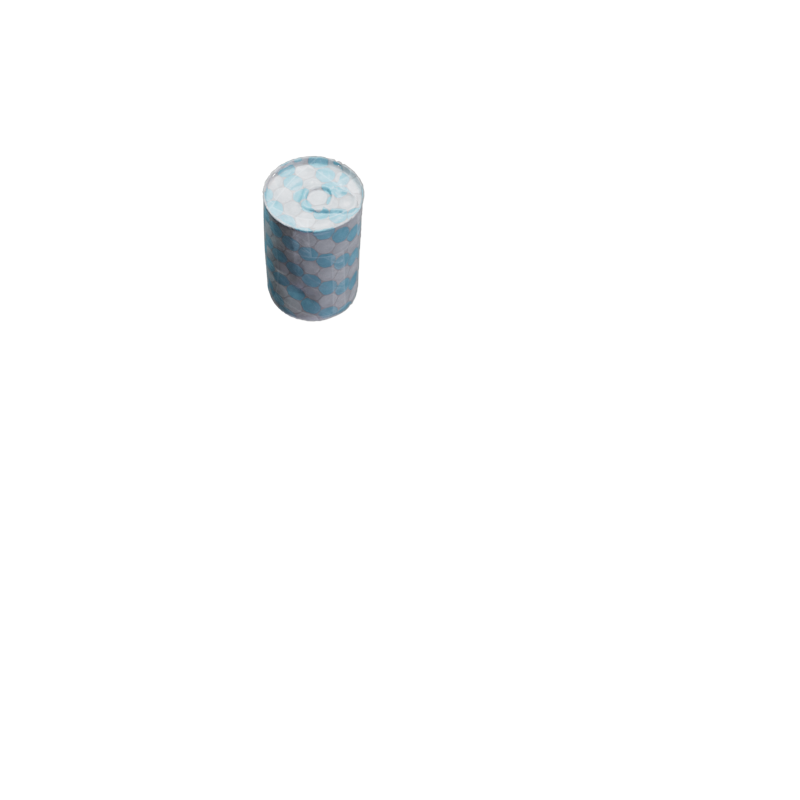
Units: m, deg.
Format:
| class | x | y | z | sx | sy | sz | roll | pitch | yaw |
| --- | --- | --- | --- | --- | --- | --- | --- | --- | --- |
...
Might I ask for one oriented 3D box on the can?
| class | x | y | z | sx | sy | sz | roll | pitch | yaw |
| --- | --- | --- | --- | --- | --- | --- | --- | --- | --- |
| can | -0.061 | -0.111 | 0.774 | 0.068 | 0.073 | 0.095 | 0 | -36 | -3 |
